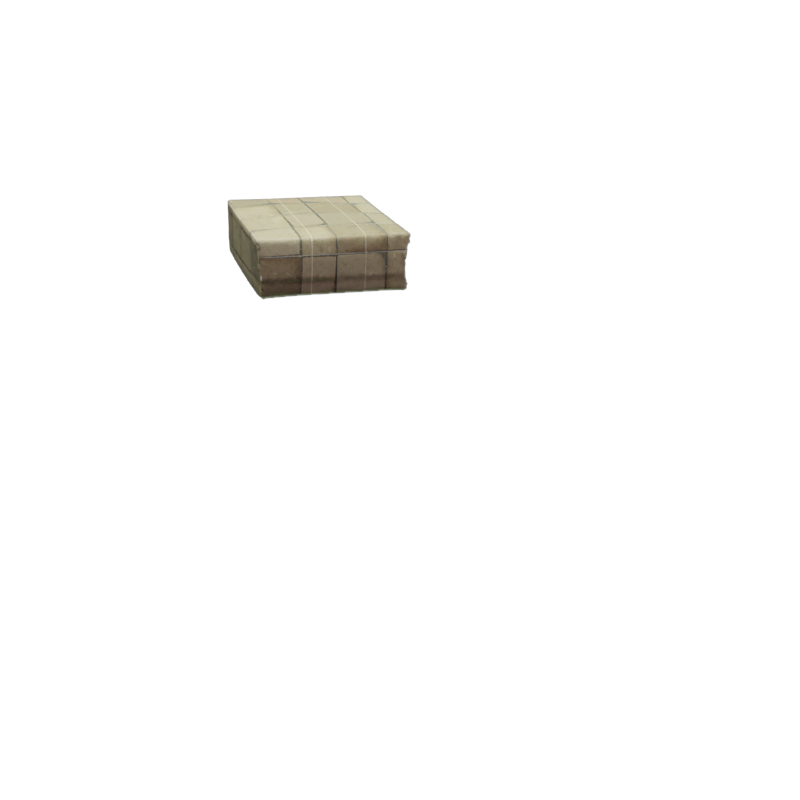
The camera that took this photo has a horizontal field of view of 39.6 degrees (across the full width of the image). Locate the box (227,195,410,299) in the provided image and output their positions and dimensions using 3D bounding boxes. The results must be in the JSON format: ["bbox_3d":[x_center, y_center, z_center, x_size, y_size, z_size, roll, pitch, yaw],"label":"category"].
[{"bbox_3d":[-0.053,-0.096,0.671,0.088,0.037,0.120,-6,23,-14],"label":"box"}]
